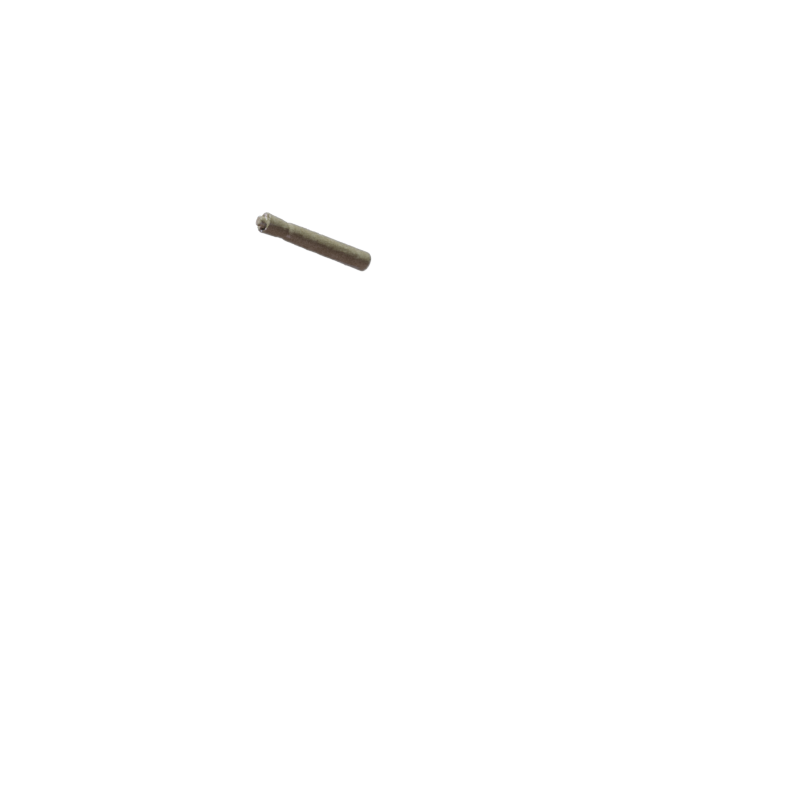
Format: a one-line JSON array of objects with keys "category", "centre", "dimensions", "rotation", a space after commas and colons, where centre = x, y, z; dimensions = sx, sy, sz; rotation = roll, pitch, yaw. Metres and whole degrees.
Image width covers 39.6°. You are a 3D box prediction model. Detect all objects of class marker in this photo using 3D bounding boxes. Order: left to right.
[{"category": "marker", "centre": [-0.078, -0.142, 0.995], "dimensions": [0.114, 0.020, 0.021], "rotation": [17, -7, -34]}]
